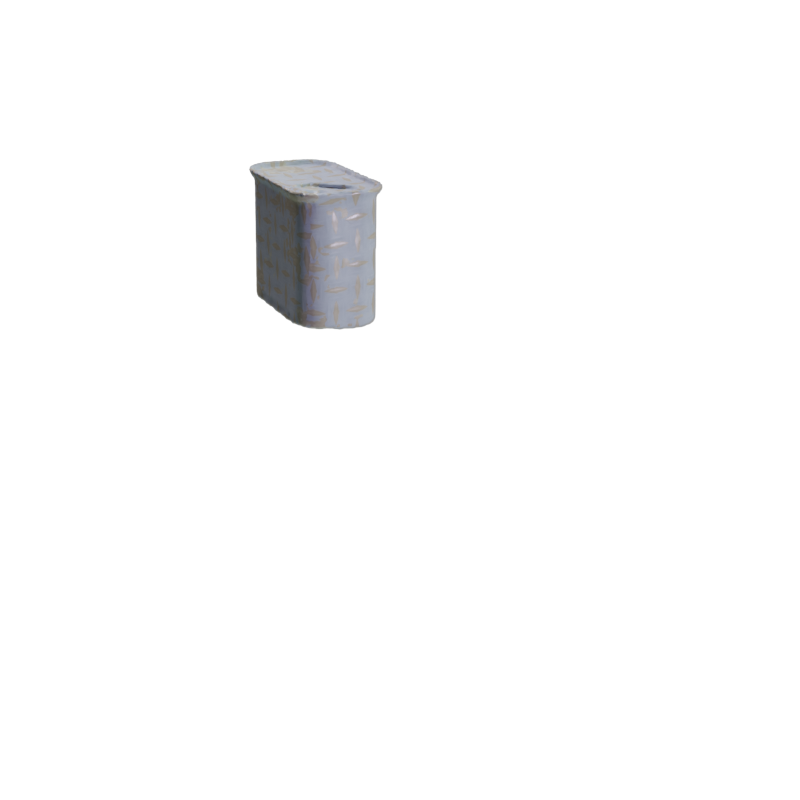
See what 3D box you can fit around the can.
[{"bbox_3d":[-0.053,-0.097,0.677,0.056,0.081,0.108,-7,21,-24],"label":"can"}]
